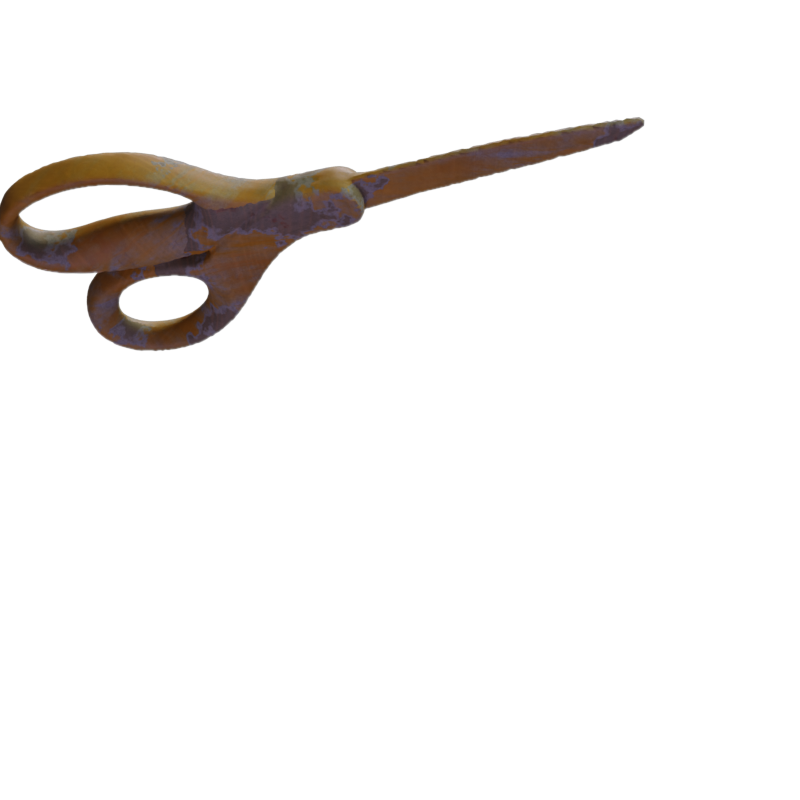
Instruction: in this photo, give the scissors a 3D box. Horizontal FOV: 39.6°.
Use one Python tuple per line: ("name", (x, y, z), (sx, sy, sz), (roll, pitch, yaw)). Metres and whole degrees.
("scissors", (-0.029, -0.052, 0.365), (0.202, 0.017, 0.089), (-2, -38, 2))
